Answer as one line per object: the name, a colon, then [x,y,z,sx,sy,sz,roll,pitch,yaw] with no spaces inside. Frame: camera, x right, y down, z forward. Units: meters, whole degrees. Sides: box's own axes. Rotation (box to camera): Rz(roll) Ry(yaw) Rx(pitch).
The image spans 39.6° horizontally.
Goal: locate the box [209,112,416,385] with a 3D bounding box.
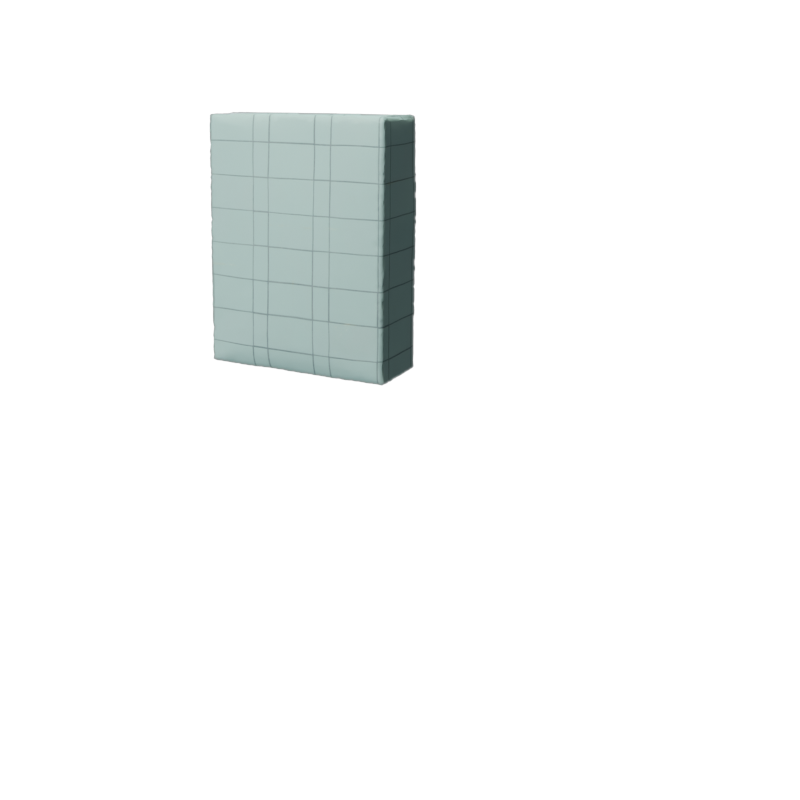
box: [-0.072,-0.132,0.926,0.170,0.209,0.071,7,11,27]
